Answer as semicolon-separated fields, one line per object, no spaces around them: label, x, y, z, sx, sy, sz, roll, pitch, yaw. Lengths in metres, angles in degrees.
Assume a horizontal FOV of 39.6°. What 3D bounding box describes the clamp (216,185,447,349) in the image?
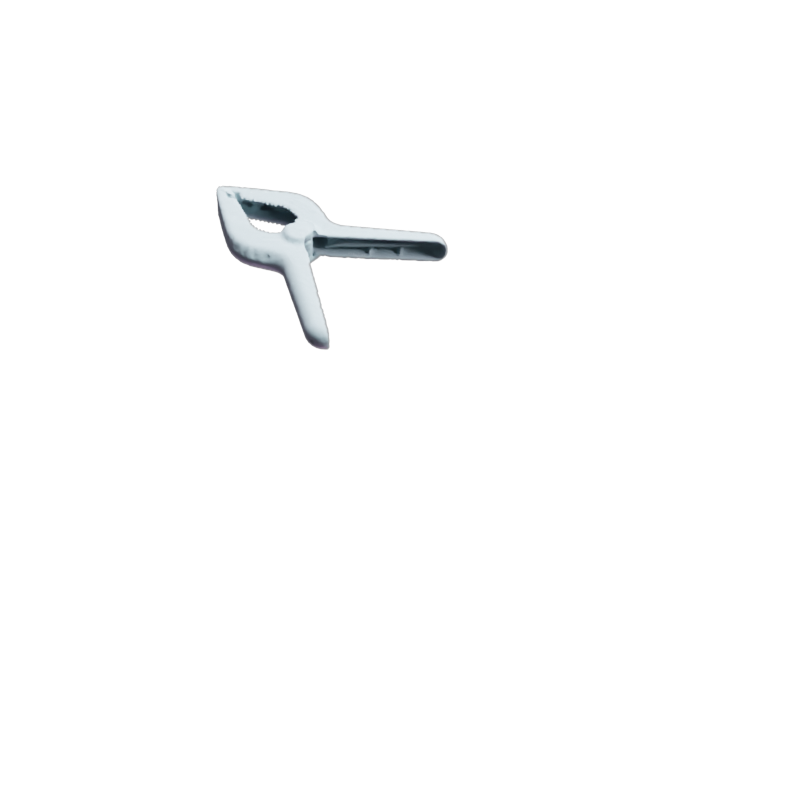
clamp;-0.076;-0.138;0.965;0.165;0.034;0.225;-31;51;-29
